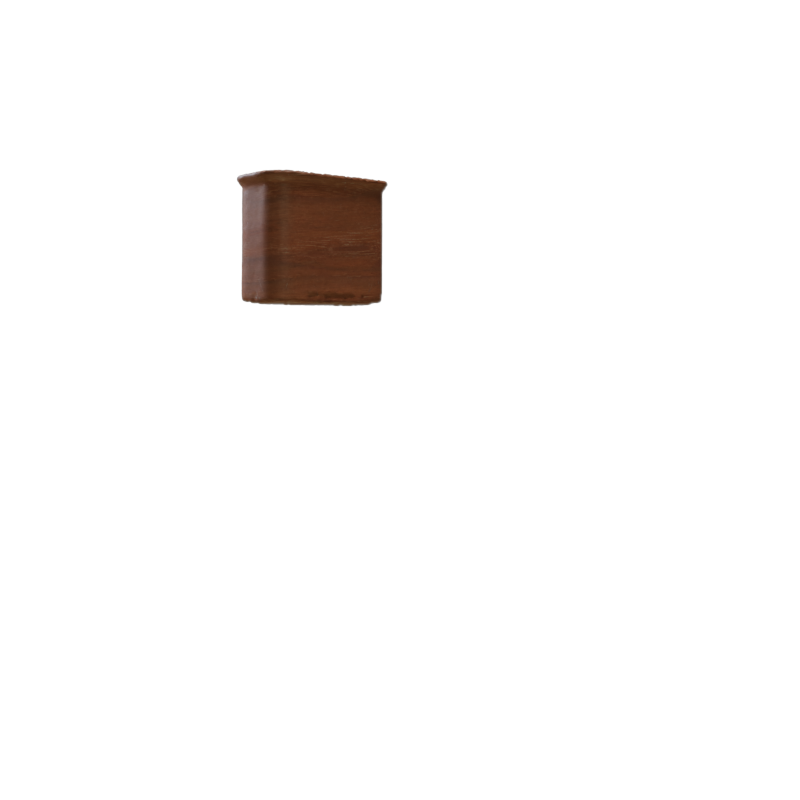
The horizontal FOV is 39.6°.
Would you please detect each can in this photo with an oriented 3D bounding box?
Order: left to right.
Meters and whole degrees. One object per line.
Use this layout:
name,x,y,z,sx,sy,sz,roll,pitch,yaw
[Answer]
can,-0.058,-0.105,0.737,0.098,0.084,0.059,0,-1,-40
